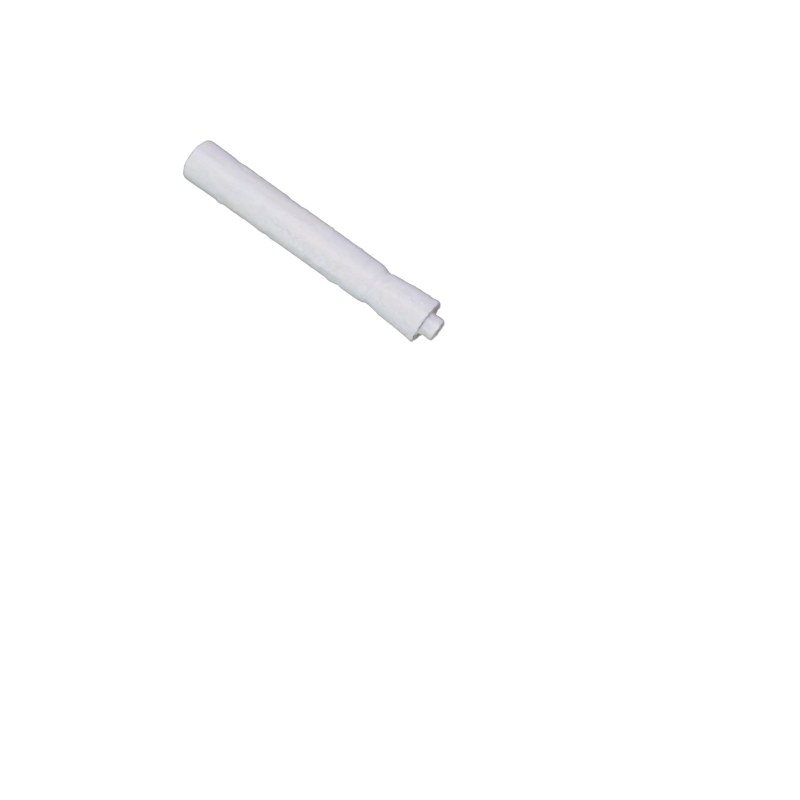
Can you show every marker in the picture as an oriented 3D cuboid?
[{"bbox_3d":[-0.034,-0.062,0.436,0.125,0.019,0.019,37,13,15],"label":"marker"}]
